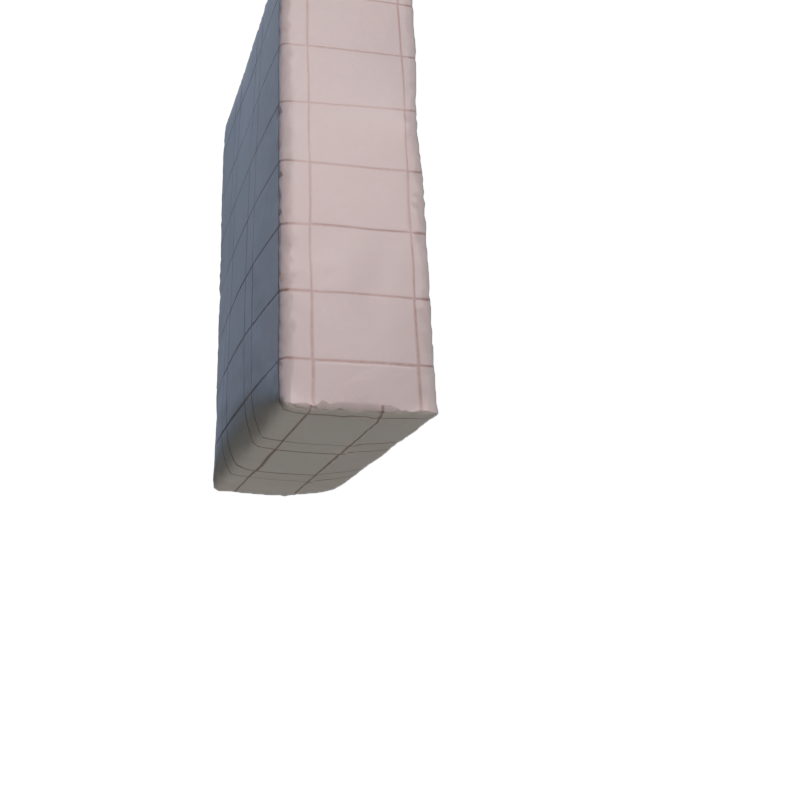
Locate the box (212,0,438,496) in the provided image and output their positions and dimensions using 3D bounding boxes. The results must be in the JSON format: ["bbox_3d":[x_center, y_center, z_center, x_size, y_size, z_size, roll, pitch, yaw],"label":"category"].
[{"bbox_3d":[-0.042,-0.076,0.532,0.070,0.225,0.160,5,-22,-17],"label":"box"}]
